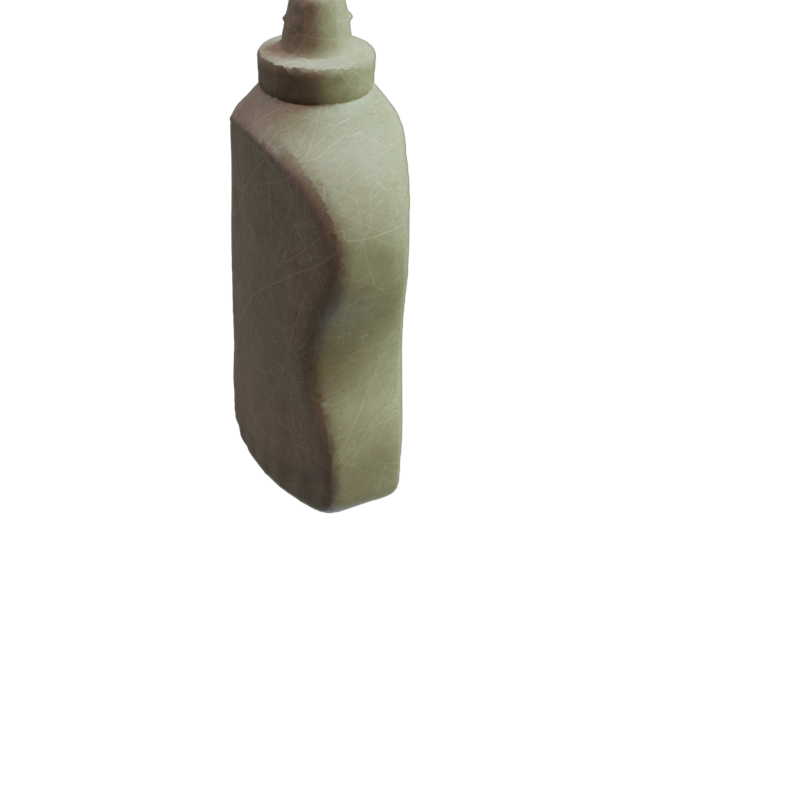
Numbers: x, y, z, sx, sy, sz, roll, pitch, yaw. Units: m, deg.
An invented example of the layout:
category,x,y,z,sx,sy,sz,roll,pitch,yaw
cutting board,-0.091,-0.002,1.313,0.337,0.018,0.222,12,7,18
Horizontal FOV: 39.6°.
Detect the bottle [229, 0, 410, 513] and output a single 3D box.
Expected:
category,x,y,z,sx,sy,sz,roll,pitch,yaw
bottle,-0.032,-0.059,0.415,0.057,0.180,0.104,-12,34,-22
